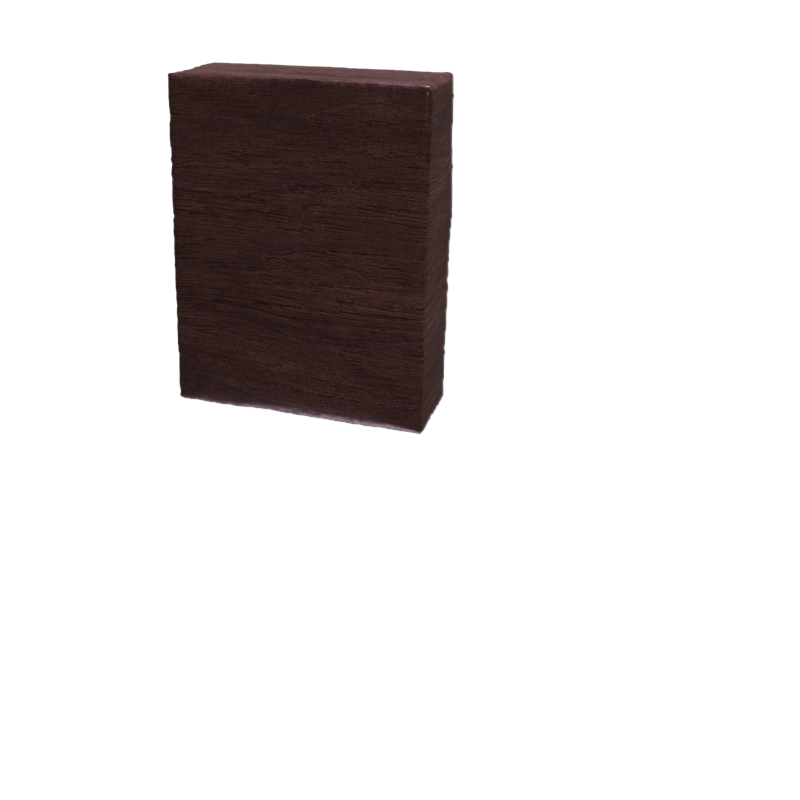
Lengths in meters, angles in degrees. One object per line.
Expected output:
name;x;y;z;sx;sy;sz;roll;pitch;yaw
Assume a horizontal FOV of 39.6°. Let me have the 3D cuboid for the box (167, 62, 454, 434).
box;-0.054;-0.099;0.692;0.169;0.205;0.073;7;19;17
